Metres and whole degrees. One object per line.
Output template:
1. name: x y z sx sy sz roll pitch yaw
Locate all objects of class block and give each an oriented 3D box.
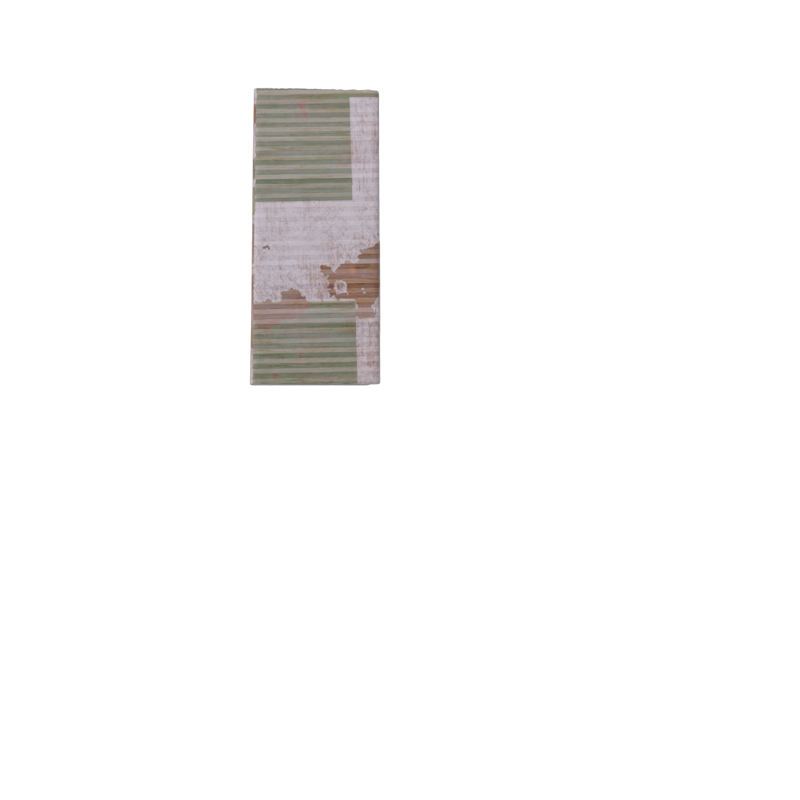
1. block: -0.063 -0.115 0.806 0.090 0.210 0.089 0 -7 -5
